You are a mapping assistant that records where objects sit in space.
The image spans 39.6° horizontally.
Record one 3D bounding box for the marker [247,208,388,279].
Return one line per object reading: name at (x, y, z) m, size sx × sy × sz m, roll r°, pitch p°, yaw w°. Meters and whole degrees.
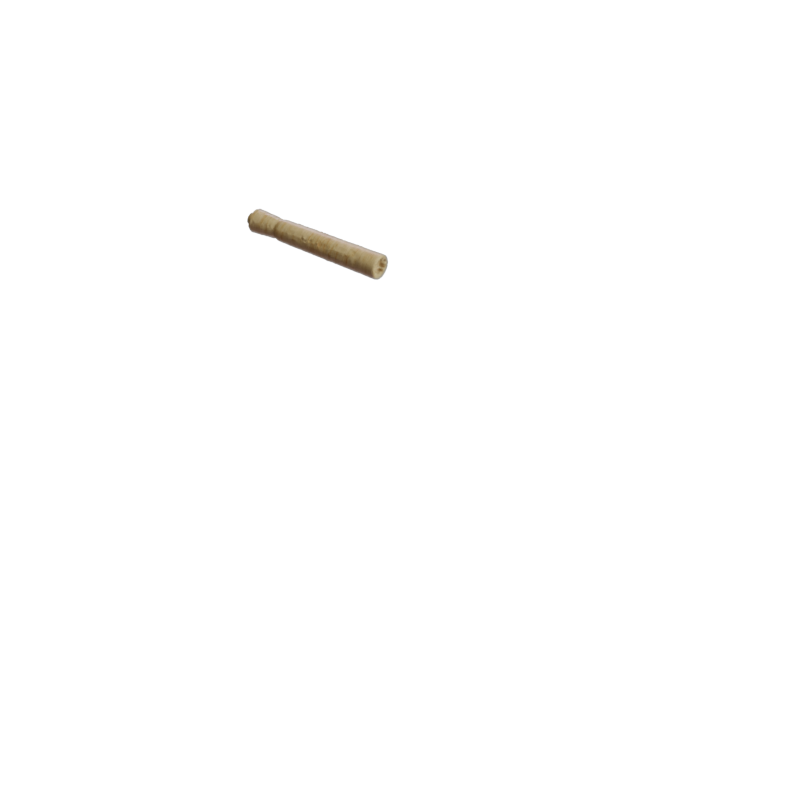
marker at (-0.063, -0.116, 0.810) m, size 0.128 × 0.019 × 0.019 m, roll 24°, pitch 16°, yaw 31°
